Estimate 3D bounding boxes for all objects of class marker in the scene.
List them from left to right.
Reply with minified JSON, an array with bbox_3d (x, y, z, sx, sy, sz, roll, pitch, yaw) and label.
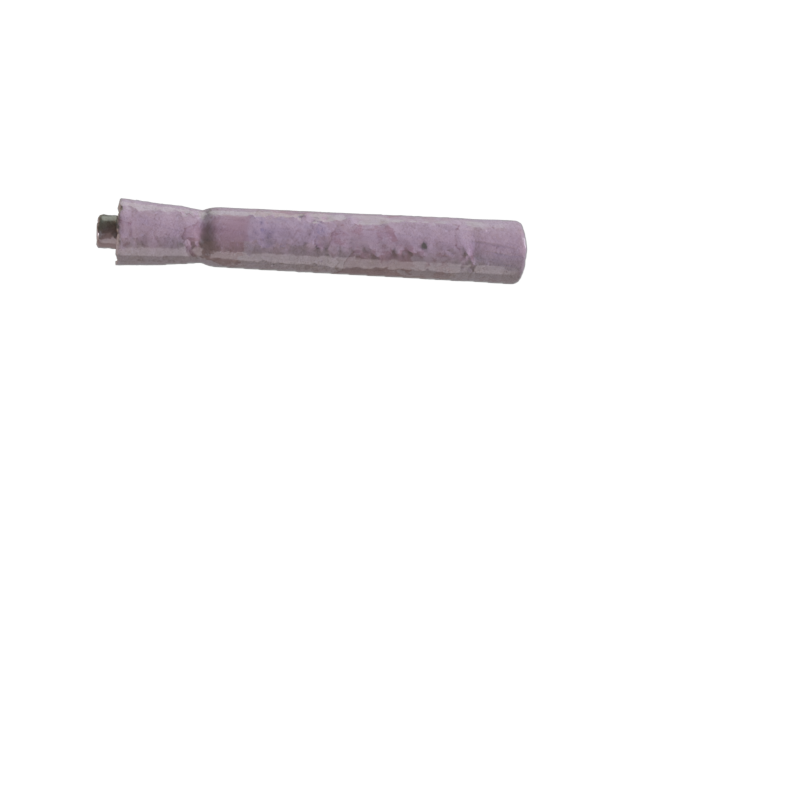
[{"bbox_3d":[-0.025,-0.045,0.315,0.119,0.020,0.020,2,4,-9],"label":"marker"}]
